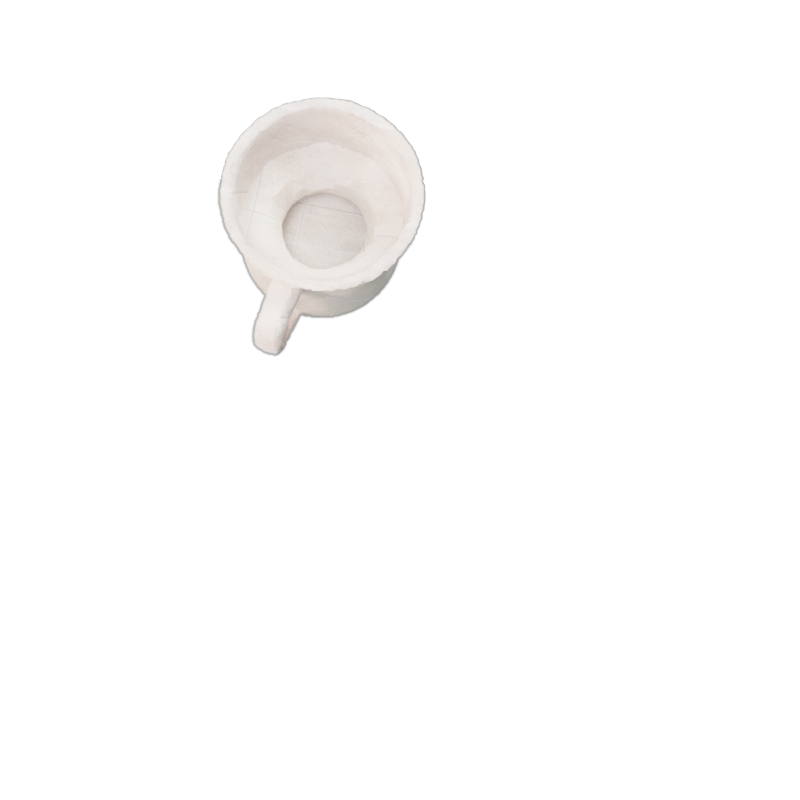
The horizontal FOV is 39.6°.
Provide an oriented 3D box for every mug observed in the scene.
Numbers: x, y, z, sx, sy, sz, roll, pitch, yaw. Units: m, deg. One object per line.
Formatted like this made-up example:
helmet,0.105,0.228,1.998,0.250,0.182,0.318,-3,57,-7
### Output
mug,-0.042,-0.076,0.533,0.094,0.120,0.079,18,-15,3
